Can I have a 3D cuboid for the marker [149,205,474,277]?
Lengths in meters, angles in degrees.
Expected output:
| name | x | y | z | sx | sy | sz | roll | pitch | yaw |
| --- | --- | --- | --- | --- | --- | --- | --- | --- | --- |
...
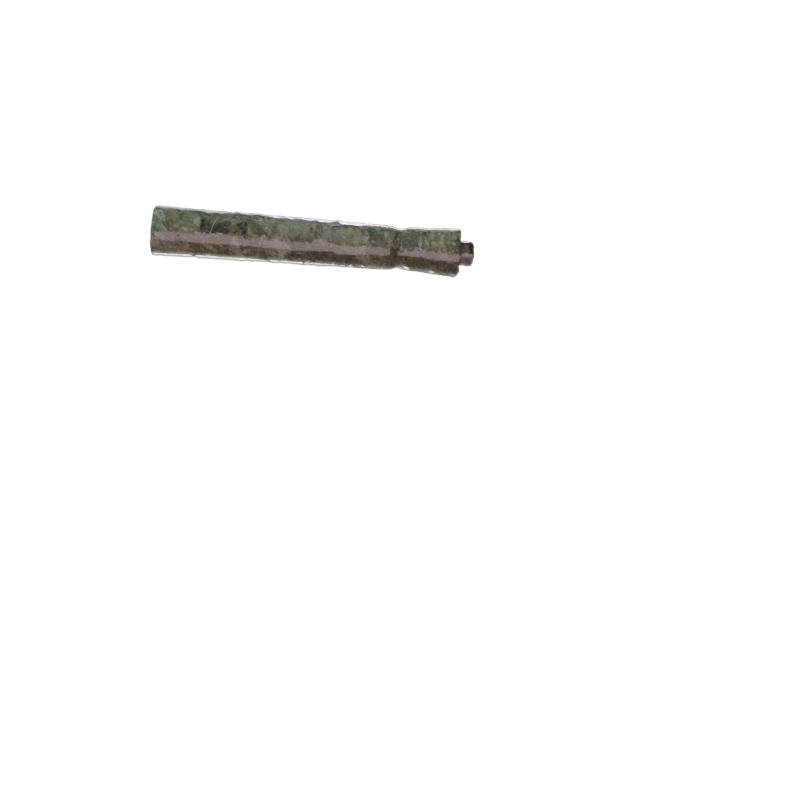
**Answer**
| name | x | y | z | sx | sy | sz | roll | pitch | yaw |
| --- | --- | --- | --- | --- | --- | --- | --- | --- | --- |
| marker | -0.033 | -0.060 | 0.418 | 0.120 | 0.020 | 0.020 | 4 | 4 | -2 |
